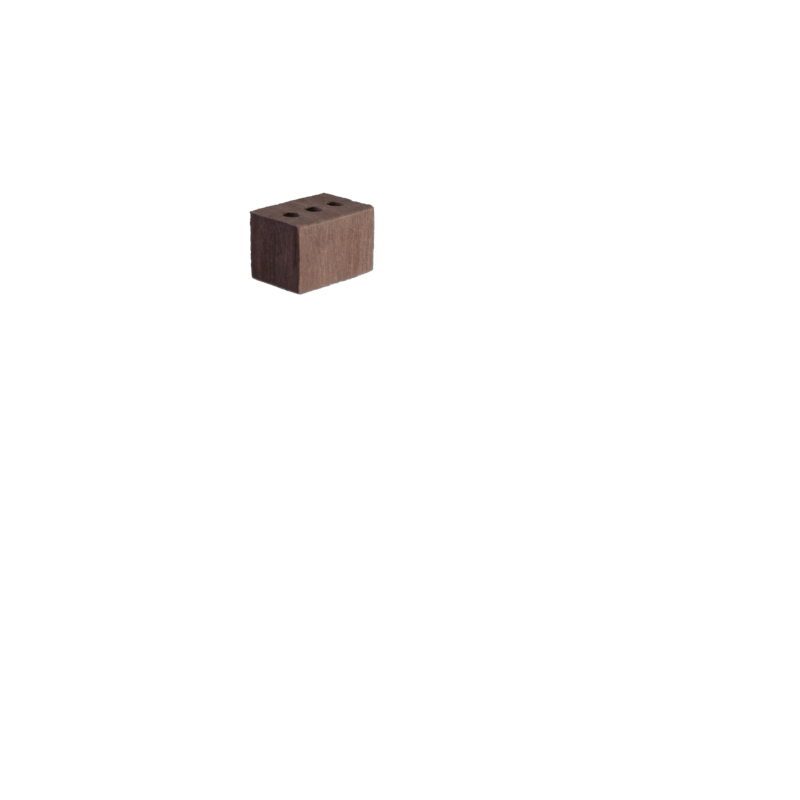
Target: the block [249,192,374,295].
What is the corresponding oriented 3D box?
[{"bbox_3d":[-0.062,-0.114,0.798,0.056,0.049,0.077,19,29,39],"label":"block"}]
